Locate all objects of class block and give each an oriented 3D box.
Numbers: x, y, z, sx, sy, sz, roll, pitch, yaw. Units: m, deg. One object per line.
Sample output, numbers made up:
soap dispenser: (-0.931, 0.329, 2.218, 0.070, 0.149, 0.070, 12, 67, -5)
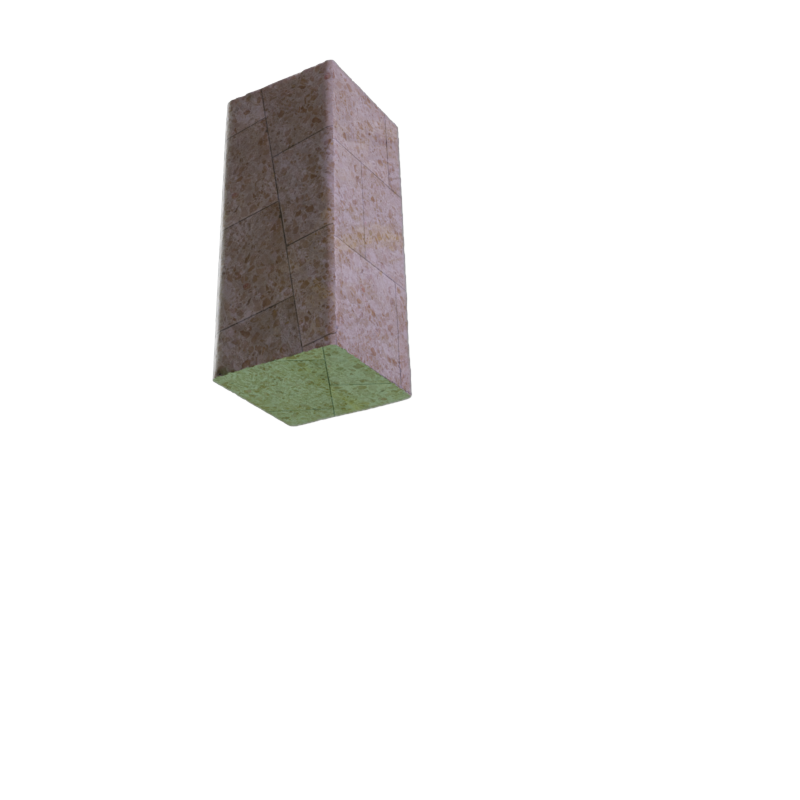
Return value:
block: (-0.056, -0.101, 0.713, 0.091, 0.219, 0.084, -18, -33, 26)
